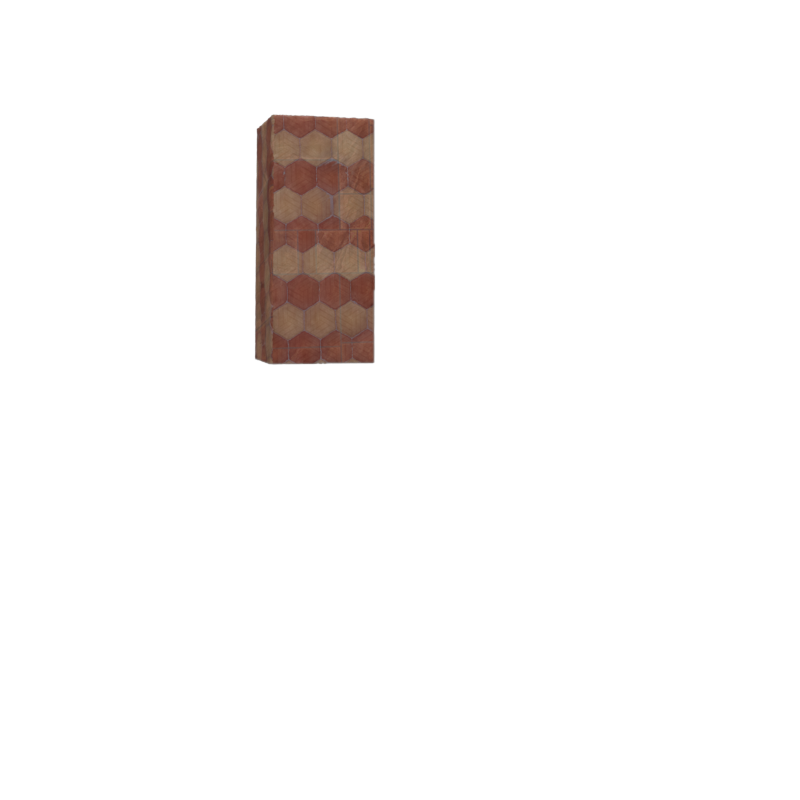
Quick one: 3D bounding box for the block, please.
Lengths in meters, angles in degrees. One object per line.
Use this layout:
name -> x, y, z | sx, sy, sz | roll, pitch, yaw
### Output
block -> -0.075, -0.137, 0.960 | 0.089, 0.207, 0.091 | 0, -2, -14
